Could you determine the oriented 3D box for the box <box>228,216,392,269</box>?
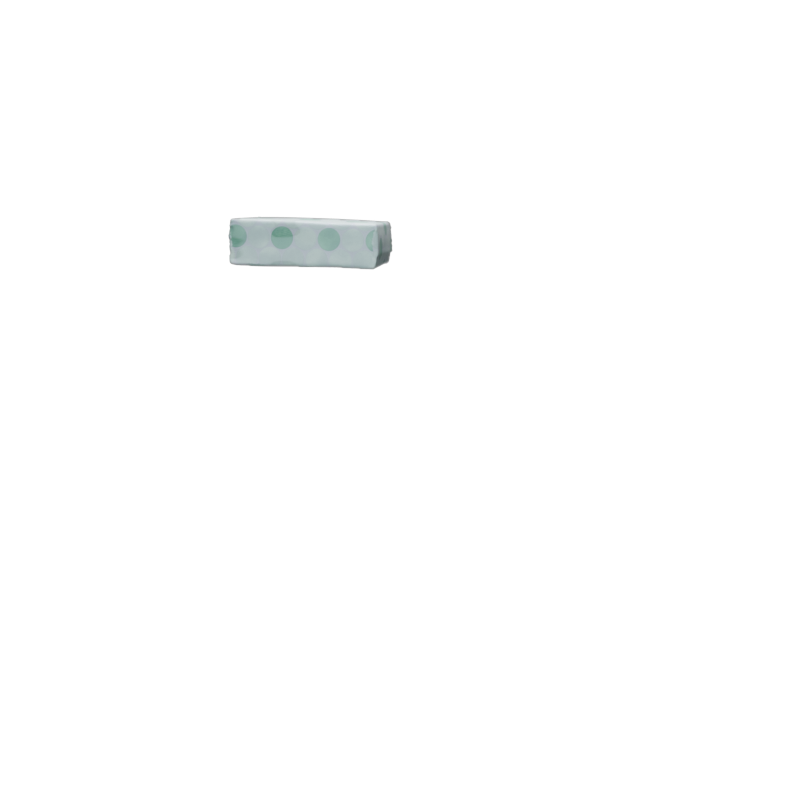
[{"bbox_3d":[-0.067,-0.122,0.855,0.115,0.038,0.090,1,8,9],"label":"box"}]
